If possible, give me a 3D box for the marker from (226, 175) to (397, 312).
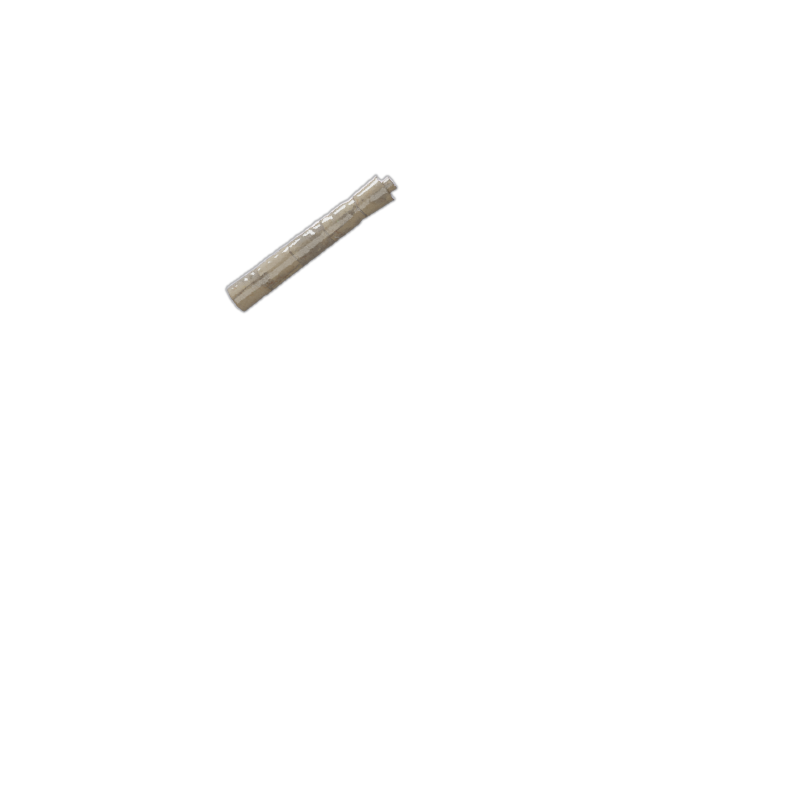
[{"bbox_3d":[-0.053,-0.096,0.673,0.121,0.020,0.020,-36,0,6],"label":"marker"}]
